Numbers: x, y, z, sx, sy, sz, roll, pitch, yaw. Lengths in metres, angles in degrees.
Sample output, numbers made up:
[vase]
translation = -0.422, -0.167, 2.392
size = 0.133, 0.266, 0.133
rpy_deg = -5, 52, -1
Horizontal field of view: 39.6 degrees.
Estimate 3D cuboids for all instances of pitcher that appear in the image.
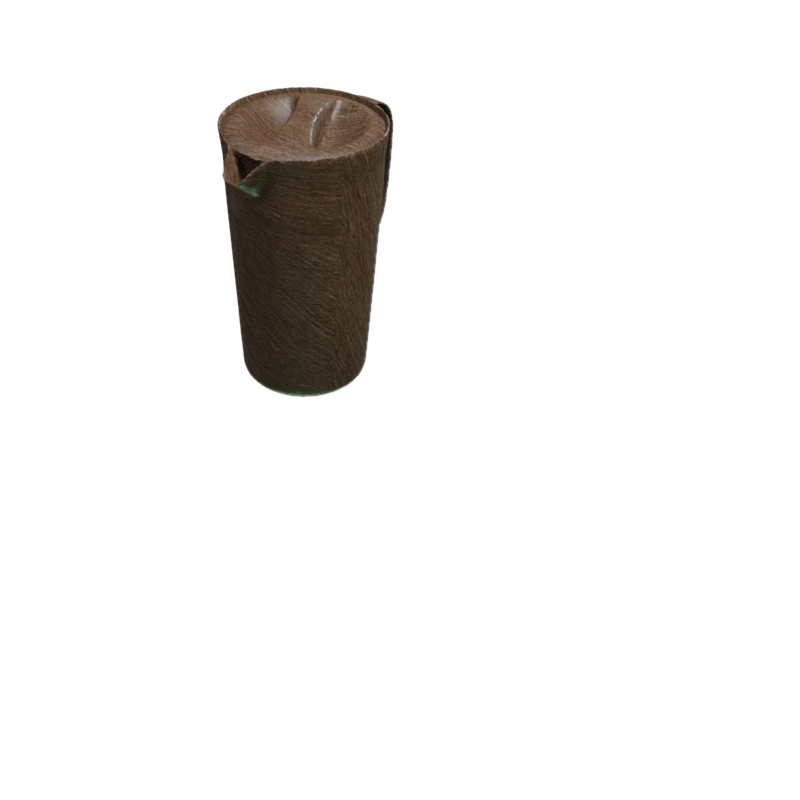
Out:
[pitcher]
translation = -0.072, -0.131, 0.921
size = 0.148, 0.228, 0.156
rpy_deg = -3, 36, -8
